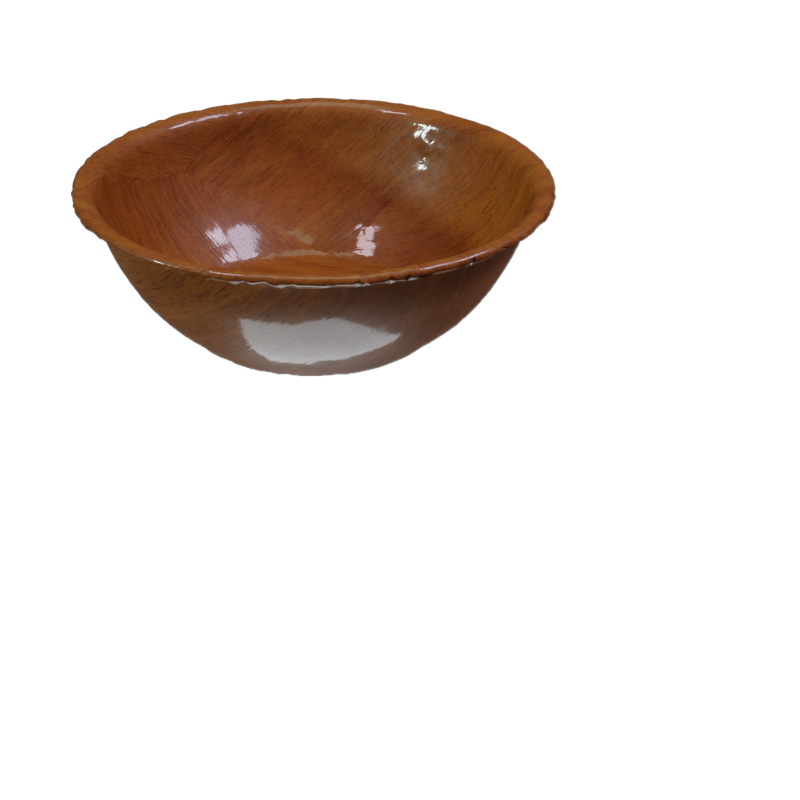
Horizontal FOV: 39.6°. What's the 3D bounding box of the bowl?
[{"bbox_3d":[-0.030,-0.055,0.386,0.162,0.052,0.172,-1,31,-2],"label":"bowl"}]
